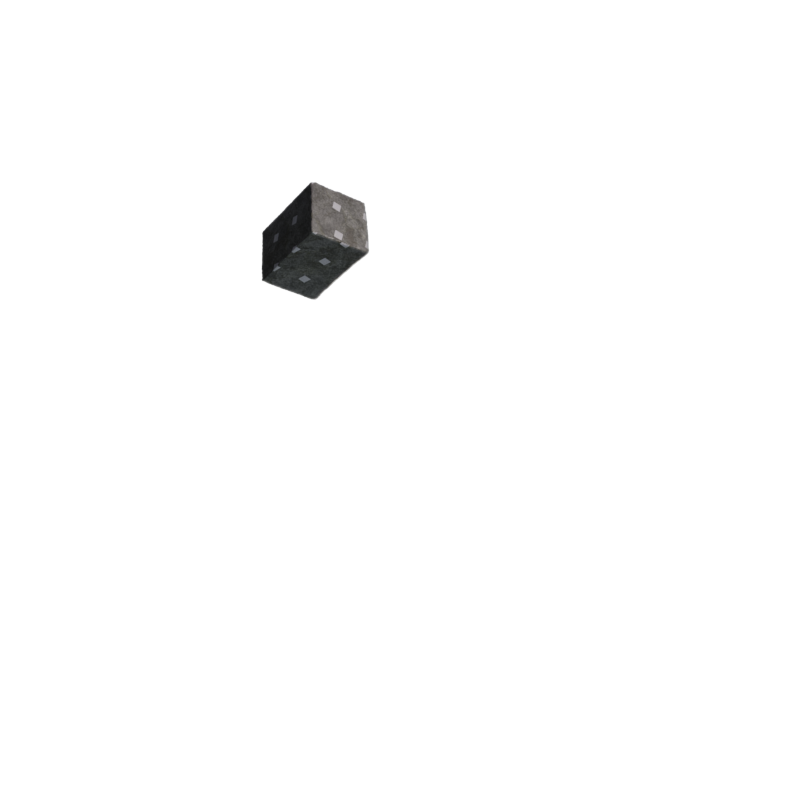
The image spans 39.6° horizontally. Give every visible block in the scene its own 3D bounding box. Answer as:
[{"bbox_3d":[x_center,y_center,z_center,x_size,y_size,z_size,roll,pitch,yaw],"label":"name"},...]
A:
[{"bbox_3d":[-0.068,-0.124,0.871,0.050,0.055,0.077,21,-38,-30],"label":"block"}]
